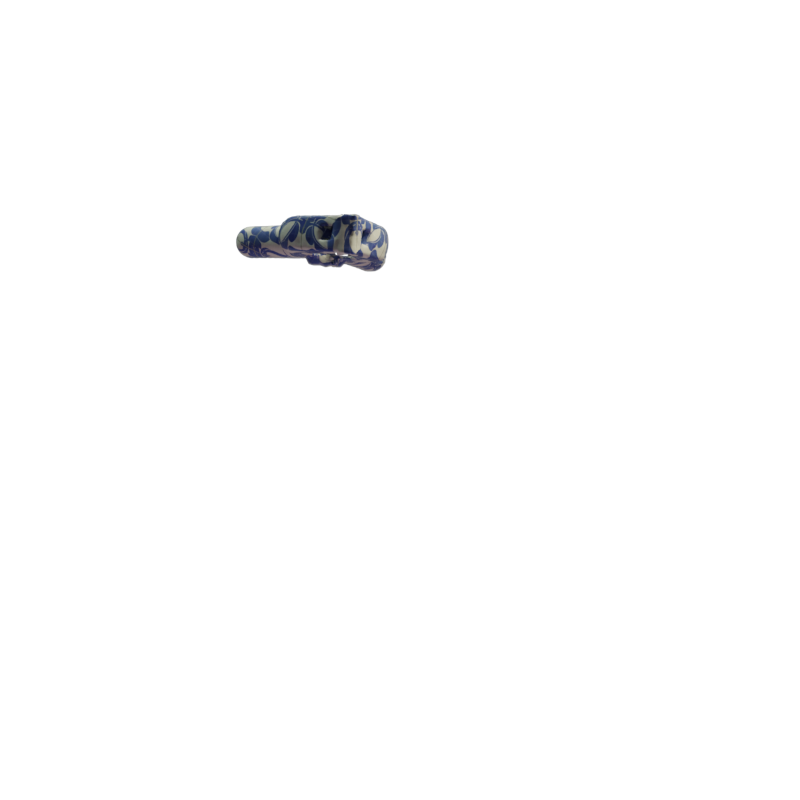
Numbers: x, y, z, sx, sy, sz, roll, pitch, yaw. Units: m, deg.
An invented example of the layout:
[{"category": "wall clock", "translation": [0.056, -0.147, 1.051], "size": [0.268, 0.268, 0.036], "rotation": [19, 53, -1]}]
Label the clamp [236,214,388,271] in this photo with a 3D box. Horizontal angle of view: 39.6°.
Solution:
[{"category": "clamp", "translation": [-0.064, -0.117, 0.823], "size": [0.120, 0.040, 0.170], "rotation": [0, 0, -4]}]
